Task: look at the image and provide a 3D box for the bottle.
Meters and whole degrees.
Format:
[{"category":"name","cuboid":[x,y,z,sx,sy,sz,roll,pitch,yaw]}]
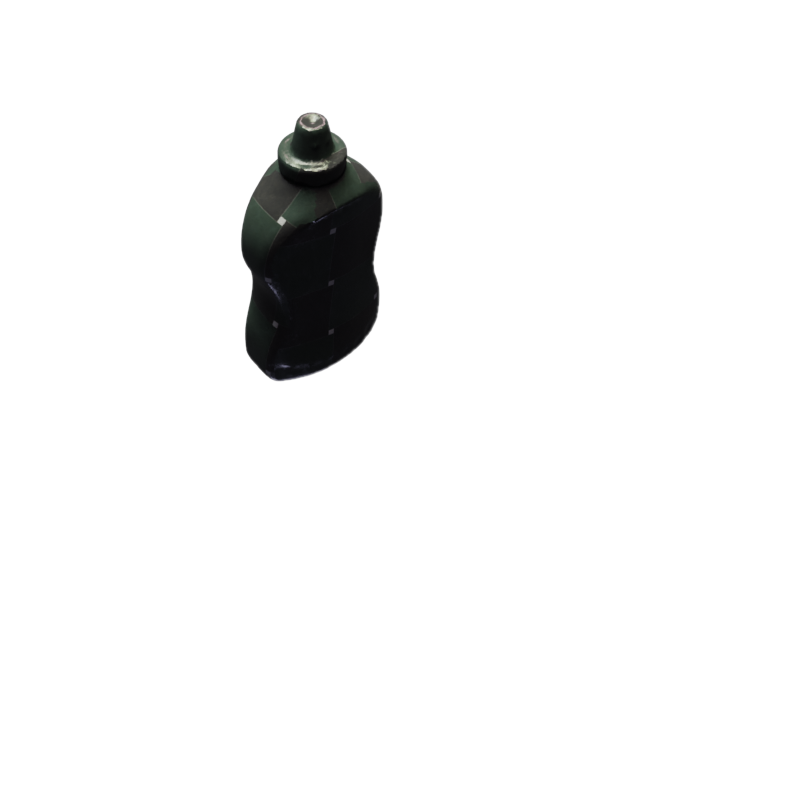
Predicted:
[{"category":"bottle","cuboid":[-0.055,-0.100,0.698,0.096,0.179,0.063,-30,57,-26]}]
